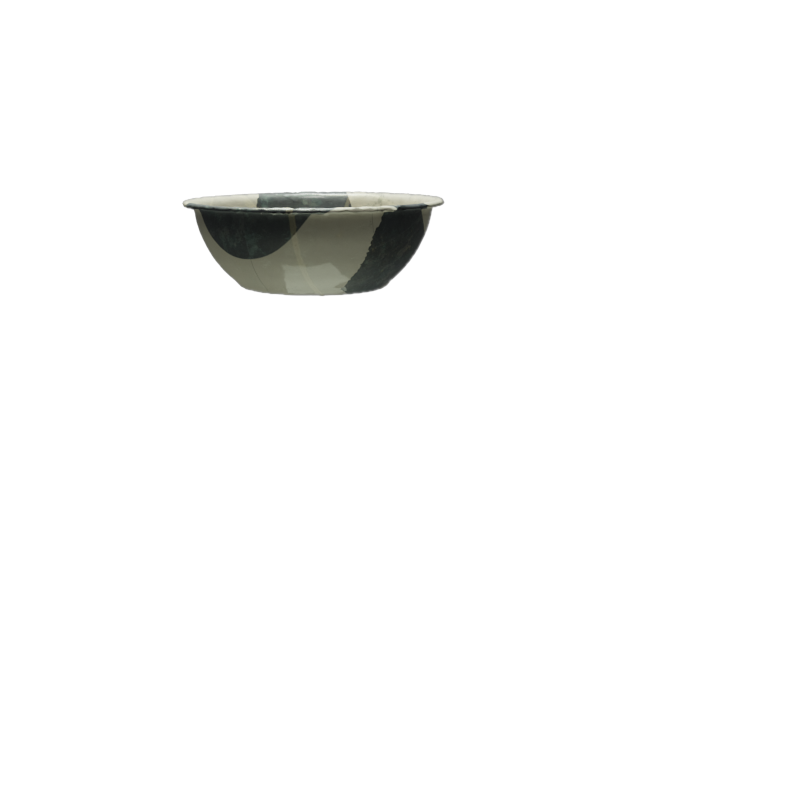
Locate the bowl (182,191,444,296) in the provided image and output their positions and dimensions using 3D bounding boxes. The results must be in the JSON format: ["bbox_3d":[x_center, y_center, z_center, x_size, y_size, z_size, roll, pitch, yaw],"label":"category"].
[{"bbox_3d":[-0.054,-0.098,0.687,0.162,0.054,0.166,0,13,-2],"label":"bowl"}]
